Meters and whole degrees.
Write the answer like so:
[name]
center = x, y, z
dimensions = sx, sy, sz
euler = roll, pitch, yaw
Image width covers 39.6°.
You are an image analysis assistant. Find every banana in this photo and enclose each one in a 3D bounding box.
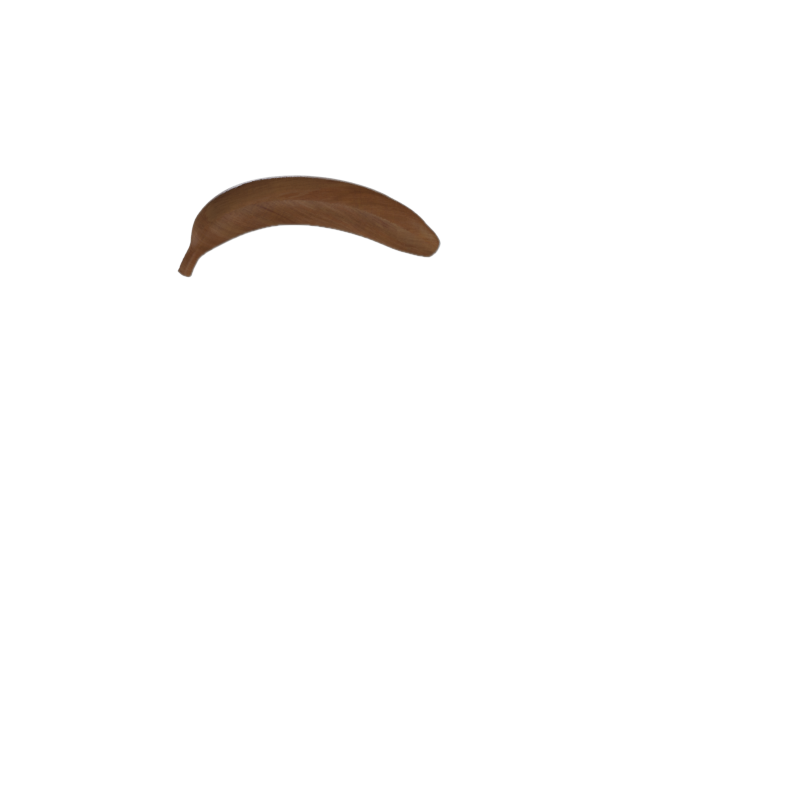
[banana]
center = -0.070, -0.135, 0.828
dimensions = 0.198, 0.066, 0.039
euler = -4, 26, 2
